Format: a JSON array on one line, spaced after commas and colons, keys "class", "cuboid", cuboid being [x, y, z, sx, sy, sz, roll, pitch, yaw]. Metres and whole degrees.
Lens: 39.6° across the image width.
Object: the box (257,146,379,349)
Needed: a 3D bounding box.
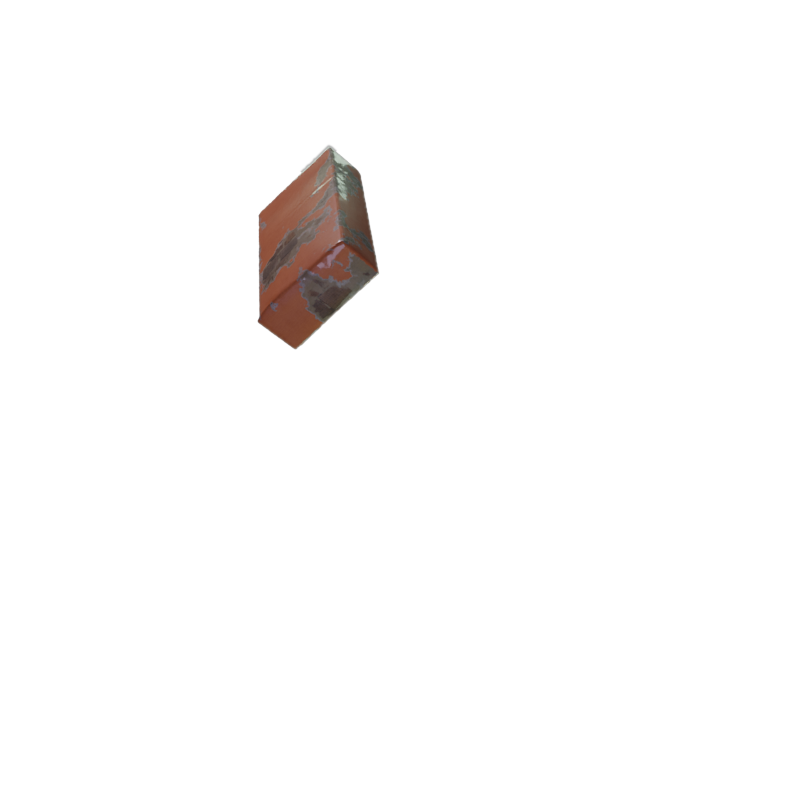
[{"class": "box", "cuboid": [-0.069, -0.126, 0.880, 0.046, 0.092, 0.188, 40, 22, -25]}]
